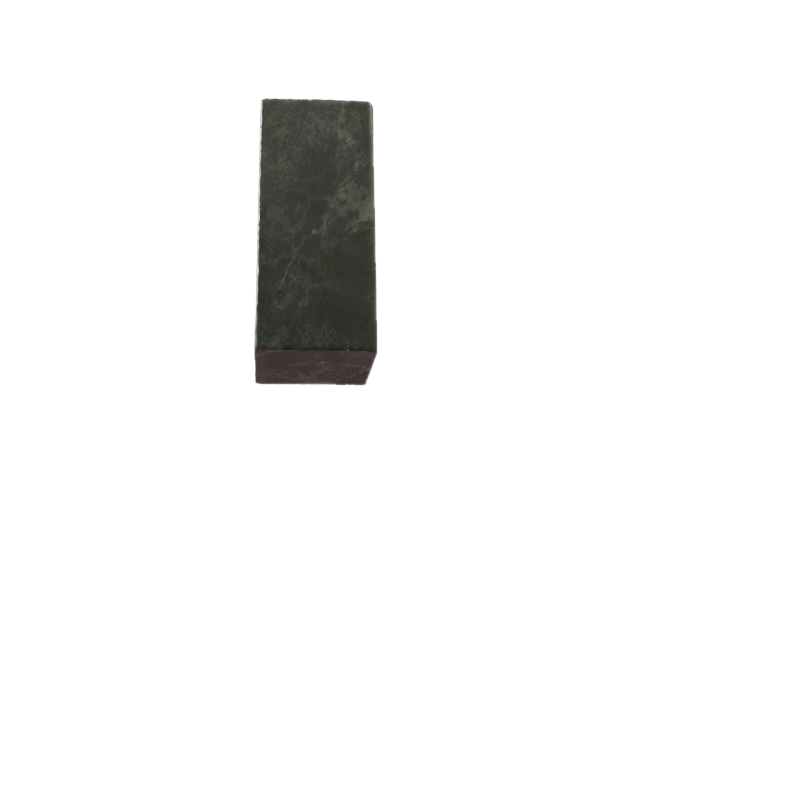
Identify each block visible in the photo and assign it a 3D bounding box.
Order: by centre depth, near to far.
[{"bbox_3d":[-0.067,-0.124,0.869,0.090,0.217,0.087,1,-21,-5],"label":"block"}]
